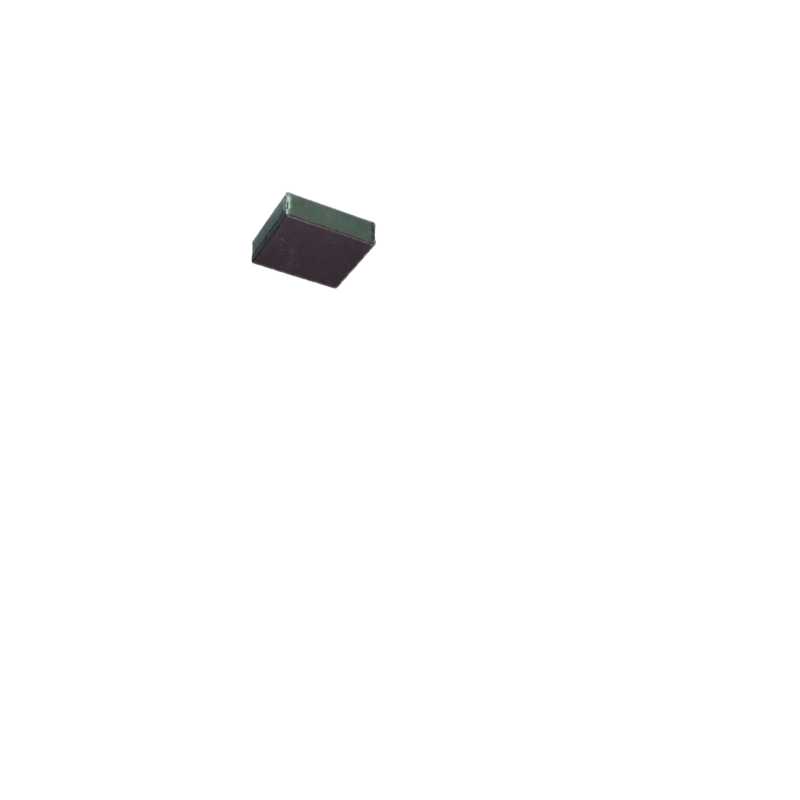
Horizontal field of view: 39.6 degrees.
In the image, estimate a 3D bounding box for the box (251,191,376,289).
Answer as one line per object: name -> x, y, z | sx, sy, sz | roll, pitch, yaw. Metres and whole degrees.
box -> -0.076, -0.139, 0.977 | 0.086, 0.032, 0.071 | 17, -39, -22
